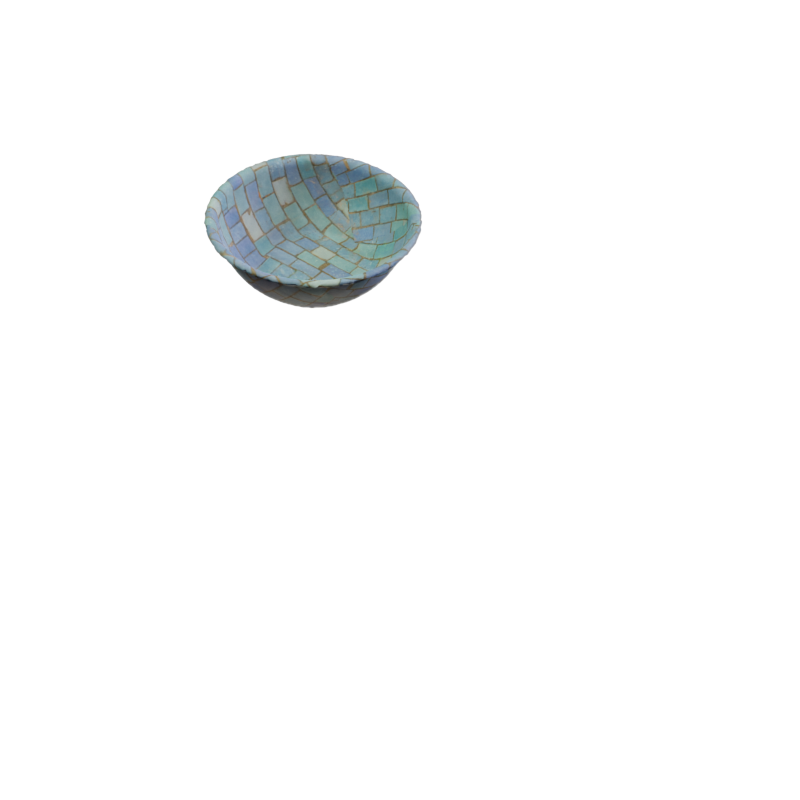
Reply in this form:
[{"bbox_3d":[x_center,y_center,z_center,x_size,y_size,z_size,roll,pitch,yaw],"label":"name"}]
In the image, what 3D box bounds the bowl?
[{"bbox_3d":[-0.066,-0.120,0.842,0.162,0.051,0.174,-1,44,-1],"label":"bowl"}]
